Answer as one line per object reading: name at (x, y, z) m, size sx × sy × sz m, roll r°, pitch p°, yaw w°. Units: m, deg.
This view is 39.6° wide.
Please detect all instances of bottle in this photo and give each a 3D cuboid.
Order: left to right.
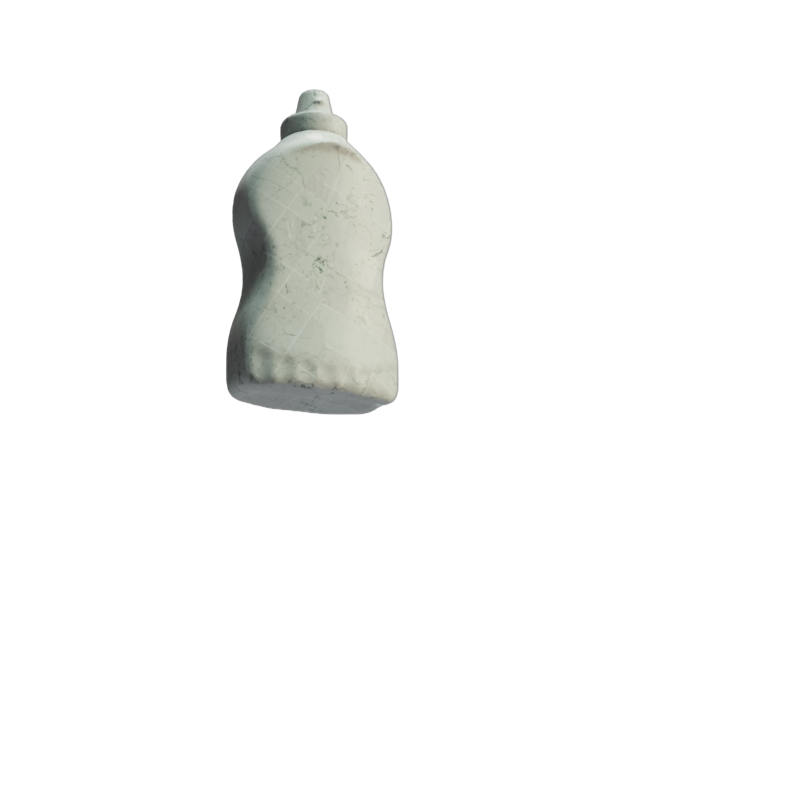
bottle at (-0.050, -0.092, 0.644) m, size 0.093 × 0.201 × 0.058 m, roll 8°, pitch -22°, yaw -24°
